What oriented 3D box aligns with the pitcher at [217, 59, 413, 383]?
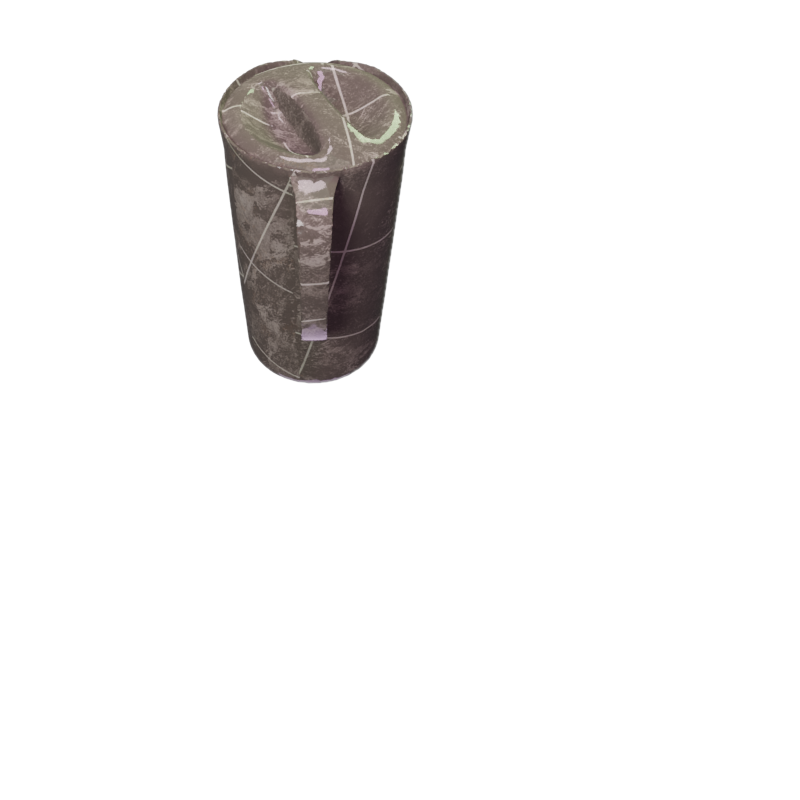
[{"bbox_3d":[-0.065,-0.118,0.827,0.154,0.226,0.151,35,54,26],"label":"pitcher"}]
